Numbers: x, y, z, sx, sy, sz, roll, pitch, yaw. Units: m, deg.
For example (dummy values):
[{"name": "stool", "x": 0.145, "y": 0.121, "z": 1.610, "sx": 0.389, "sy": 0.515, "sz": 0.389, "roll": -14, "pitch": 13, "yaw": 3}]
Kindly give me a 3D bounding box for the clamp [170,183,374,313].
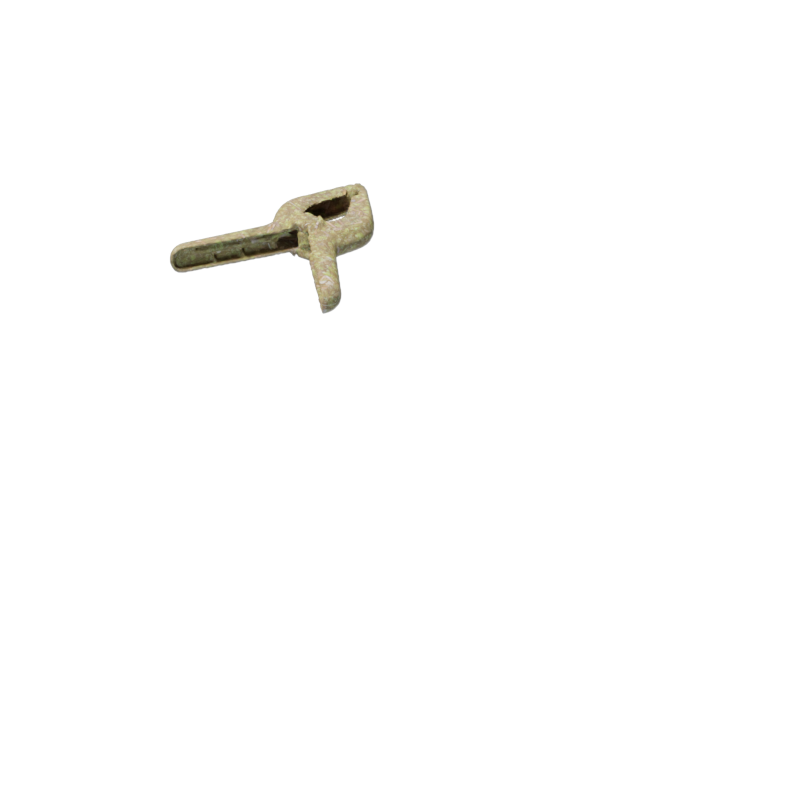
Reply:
[{"name": "clamp", "x": -0.077, "y": -0.141, "z": 0.989, "sx": 0.174, "sy": 0.034, "sz": 0.211, "roll": 21, "pitch": 38, "yaw": 29}]
